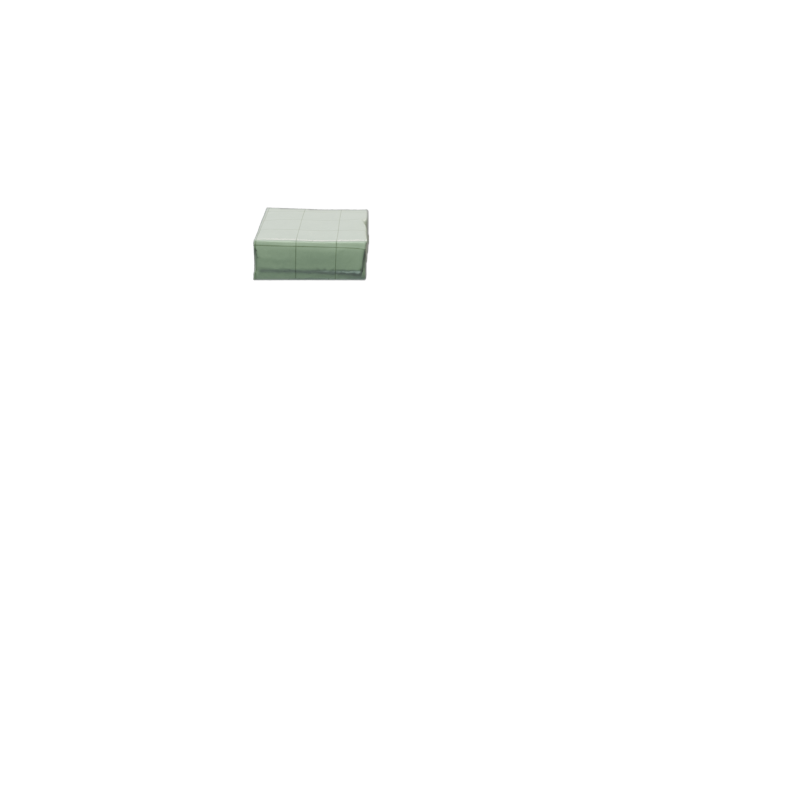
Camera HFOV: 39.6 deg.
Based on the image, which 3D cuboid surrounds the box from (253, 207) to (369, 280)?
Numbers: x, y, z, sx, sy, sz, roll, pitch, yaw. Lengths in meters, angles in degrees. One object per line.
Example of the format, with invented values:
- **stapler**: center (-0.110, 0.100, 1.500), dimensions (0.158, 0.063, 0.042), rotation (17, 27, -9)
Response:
- **box**: center (-0.058, -0.106, 0.742), dimensions (0.073, 0.029, 0.093), rotation (1, 22, 1)
